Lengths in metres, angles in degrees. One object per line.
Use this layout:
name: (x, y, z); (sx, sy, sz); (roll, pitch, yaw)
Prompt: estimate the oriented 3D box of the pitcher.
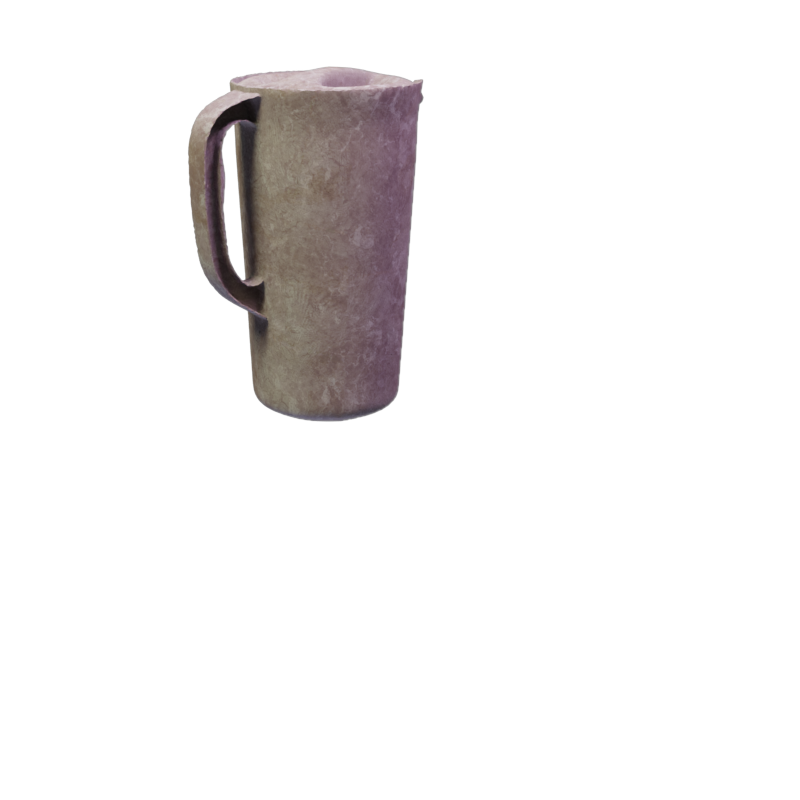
pitcher: (-0.062, -0.112, 0.786); (0.150, 0.235, 0.149); (2, 16, 5)
